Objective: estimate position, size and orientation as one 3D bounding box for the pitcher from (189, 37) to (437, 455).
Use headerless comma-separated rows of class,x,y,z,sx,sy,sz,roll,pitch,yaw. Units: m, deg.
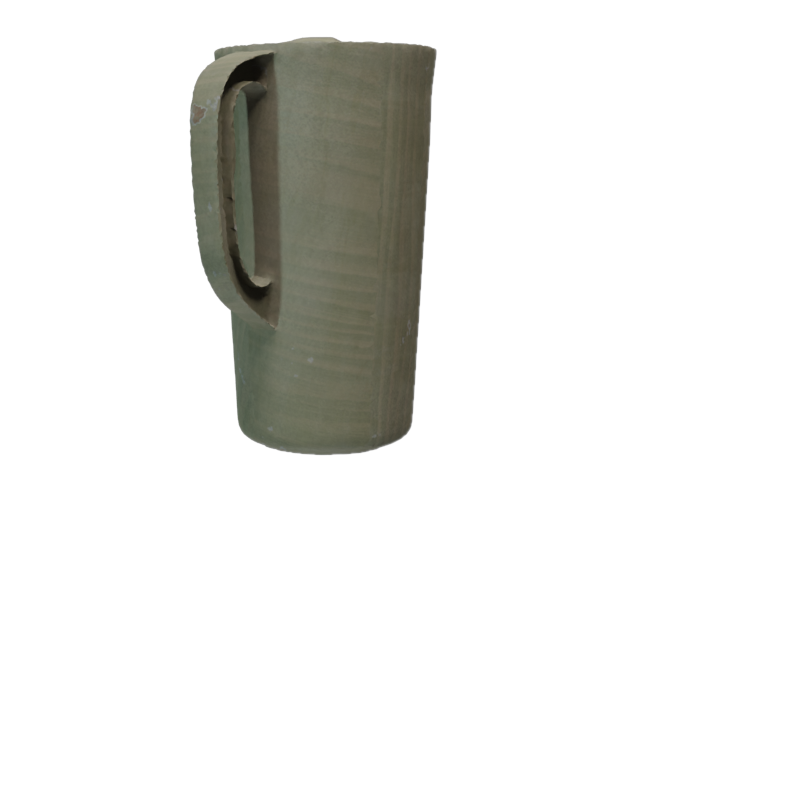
pitcher,-0.052,-0.095,0.667,0.147,0.240,0.149,-1,7,-10
